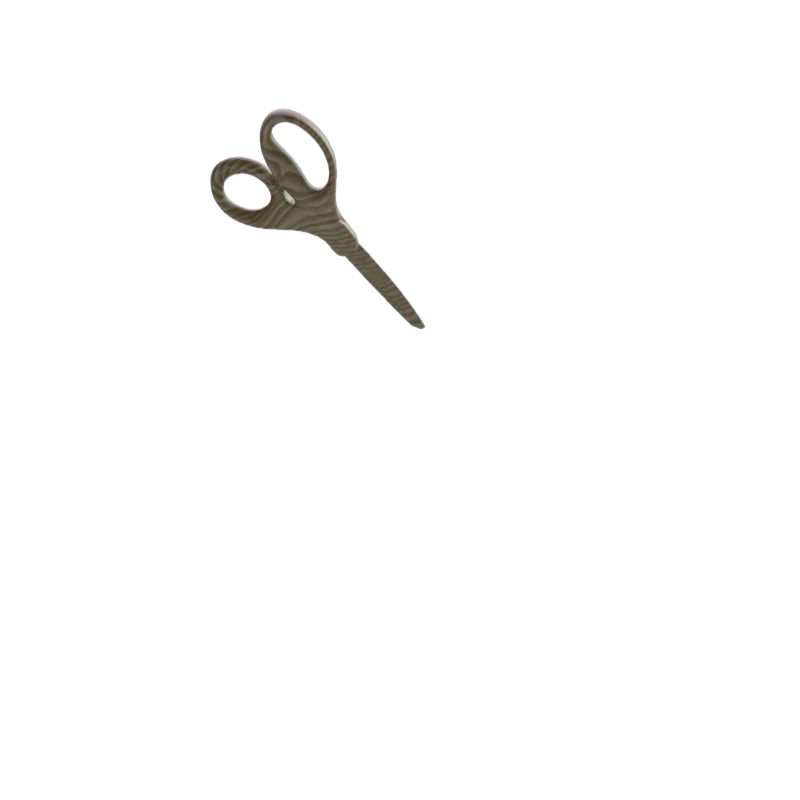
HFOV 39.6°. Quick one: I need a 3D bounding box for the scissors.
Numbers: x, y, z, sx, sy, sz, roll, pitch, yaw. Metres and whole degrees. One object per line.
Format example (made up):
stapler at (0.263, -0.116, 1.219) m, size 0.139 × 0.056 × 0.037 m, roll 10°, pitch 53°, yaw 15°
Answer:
scissors at (-0.061, -0.110, 0.774) m, size 0.097 × 0.188 × 0.017 m, roll -18°, pitch 33°, yaw 12°
